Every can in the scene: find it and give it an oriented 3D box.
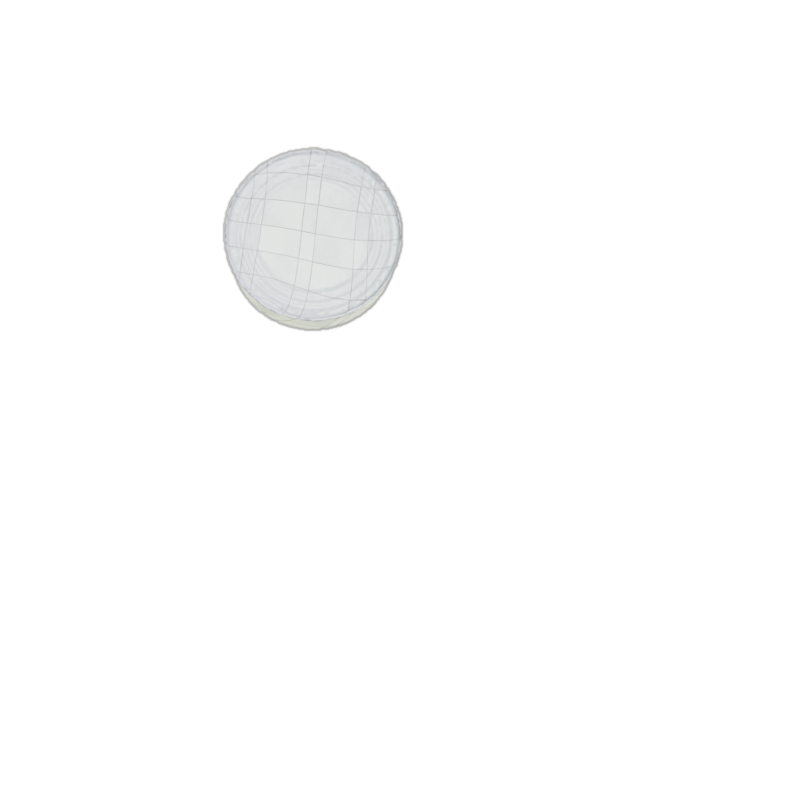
[{"bbox_3d":[-0.043,-0.078,0.547,0.086,0.089,0.032,0,-14,-1],"label":"can"}]
